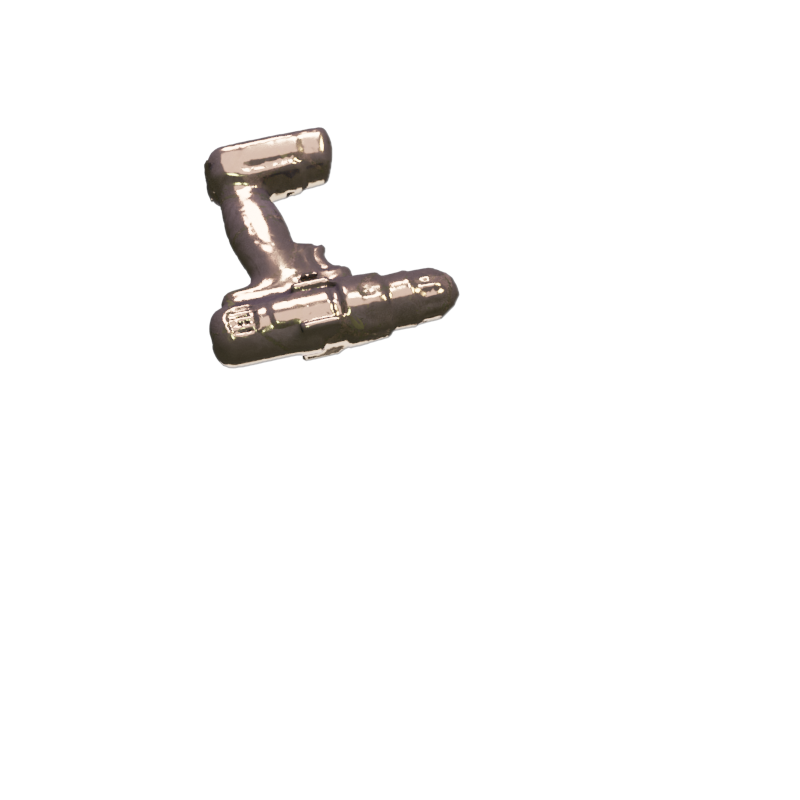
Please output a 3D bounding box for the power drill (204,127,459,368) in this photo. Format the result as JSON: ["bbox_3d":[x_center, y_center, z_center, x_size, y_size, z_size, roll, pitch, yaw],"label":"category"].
[{"bbox_3d":[-0.066,-0.121,0.846,0.183,0.202,0.054,-12,-34,-9],"label":"power drill"}]
